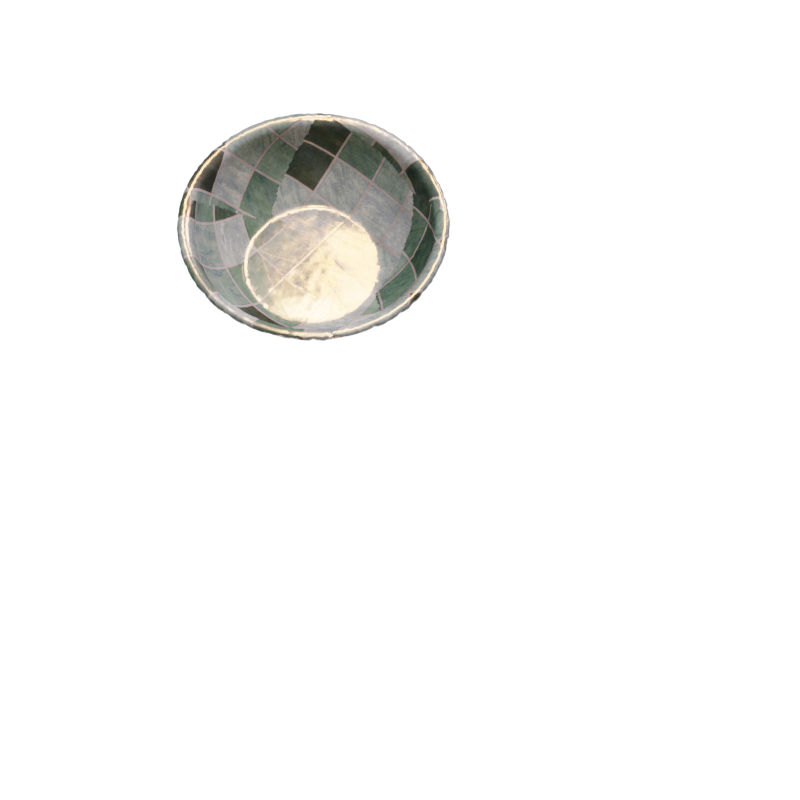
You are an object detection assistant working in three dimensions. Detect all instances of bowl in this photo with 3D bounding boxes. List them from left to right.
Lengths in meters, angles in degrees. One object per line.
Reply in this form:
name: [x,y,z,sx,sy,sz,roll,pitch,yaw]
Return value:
bowl: [-0.053,-0.097,0.679,0.162,0.173,0.052,-1,-30,-1]
